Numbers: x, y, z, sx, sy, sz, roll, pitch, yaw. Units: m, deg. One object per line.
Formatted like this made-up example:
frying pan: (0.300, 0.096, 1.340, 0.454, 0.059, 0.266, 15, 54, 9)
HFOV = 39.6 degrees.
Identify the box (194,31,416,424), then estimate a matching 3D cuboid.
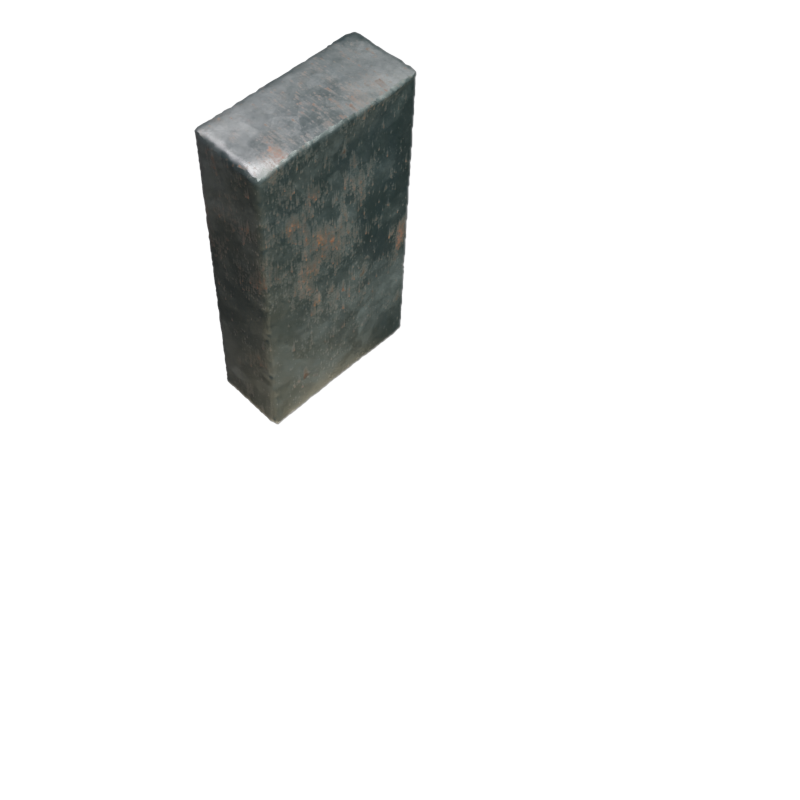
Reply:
box: (-0.040, -0.073, 0.514, 0.094, 0.051, 0.165, -39, -23, -26)
